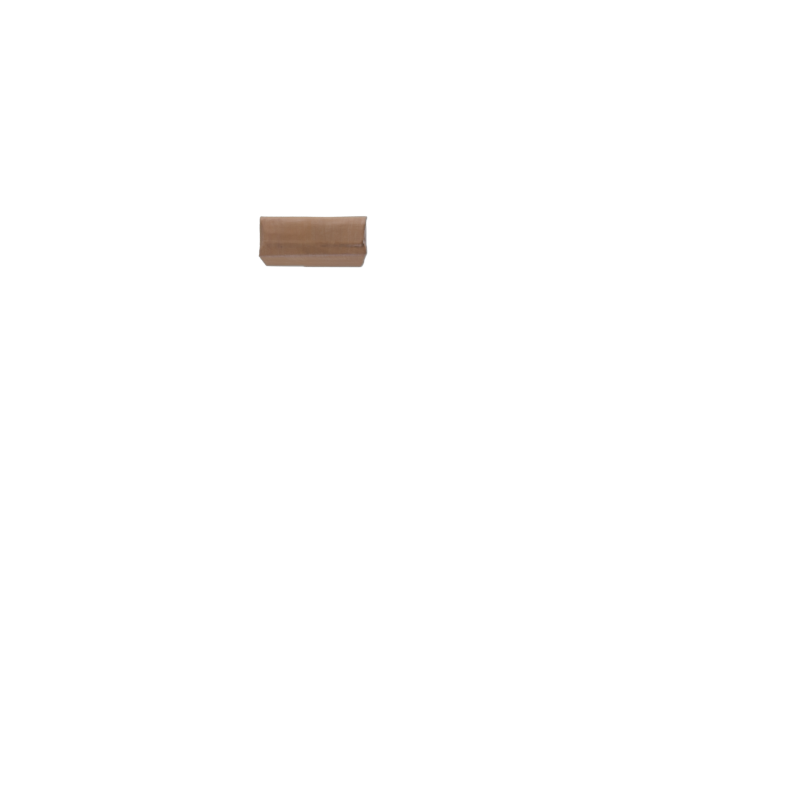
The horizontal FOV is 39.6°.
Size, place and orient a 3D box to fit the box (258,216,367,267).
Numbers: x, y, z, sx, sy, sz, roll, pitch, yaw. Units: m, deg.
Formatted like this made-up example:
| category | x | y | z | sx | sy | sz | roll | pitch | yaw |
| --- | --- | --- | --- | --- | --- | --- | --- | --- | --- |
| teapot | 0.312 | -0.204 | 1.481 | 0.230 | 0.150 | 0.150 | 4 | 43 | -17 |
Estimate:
| category | x | y | z | sx | sy | sz | roll | pitch | yaw |
| --- | --- | --- | --- | --- | --- | --- | --- | --- | --- |
| box | -0.061 | -0.111 | 0.779 | 0.073 | 0.030 | 0.089 | 0 | 1 | -2 |
